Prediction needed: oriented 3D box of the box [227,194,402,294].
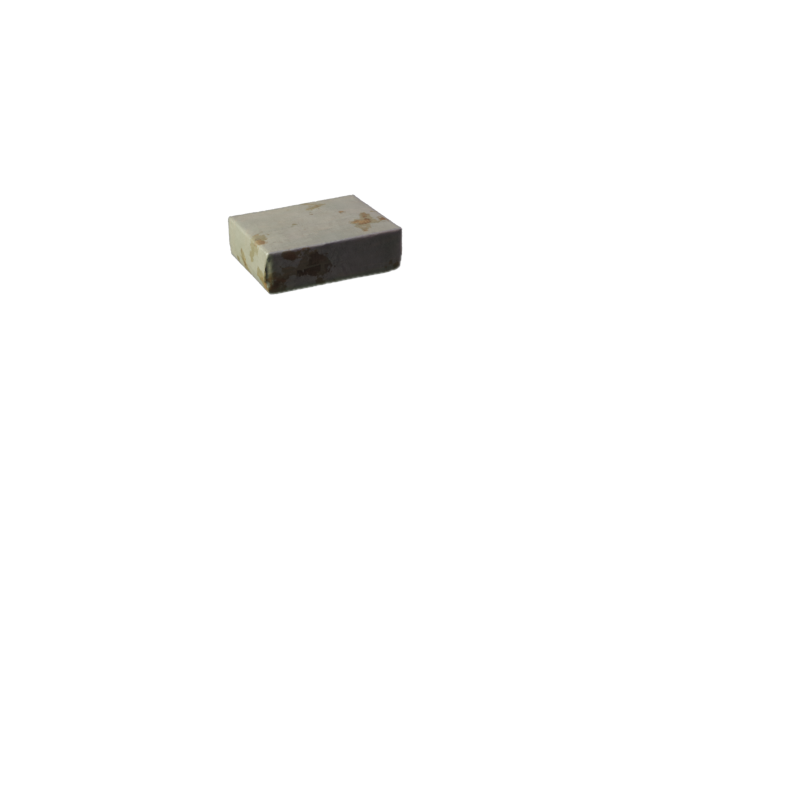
[{"bbox_3d":[-0.067,-0.123,0.862,0.111,0.037,0.096,-12,30,-22],"label":"box"}]
